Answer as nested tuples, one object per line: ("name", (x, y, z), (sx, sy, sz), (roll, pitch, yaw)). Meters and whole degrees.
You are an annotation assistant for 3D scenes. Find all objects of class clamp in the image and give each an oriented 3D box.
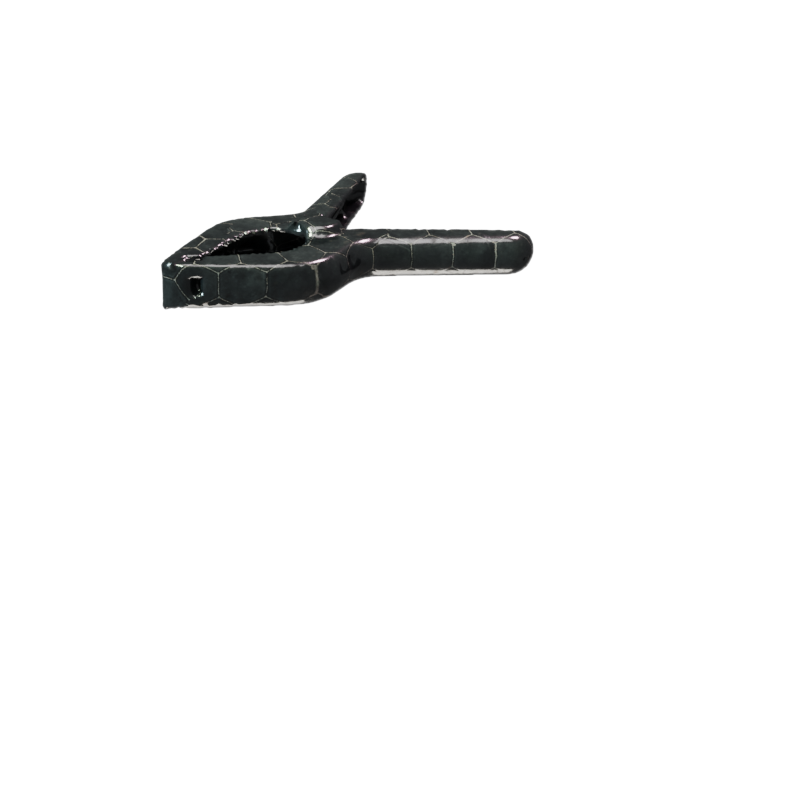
("clamp", (-0.052, -0.094, 0.658), (0.206, 0.035, 0.176), (-16, 30, -29))
